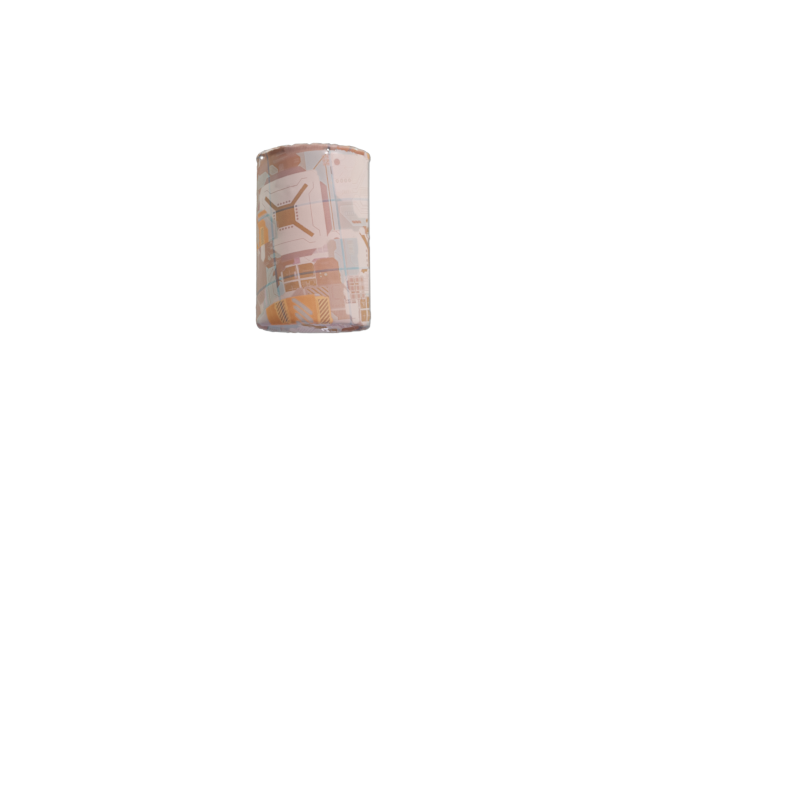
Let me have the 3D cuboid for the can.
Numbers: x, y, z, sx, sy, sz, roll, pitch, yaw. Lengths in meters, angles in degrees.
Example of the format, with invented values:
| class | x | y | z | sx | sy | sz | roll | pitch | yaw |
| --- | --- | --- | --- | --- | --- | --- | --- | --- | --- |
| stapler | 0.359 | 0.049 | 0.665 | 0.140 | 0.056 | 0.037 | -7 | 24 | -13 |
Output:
| class | x | y | z | sx | sy | sz | roll | pitch | yaw |
| --- | --- | --- | --- | --- | --- | --- | --- | --- | --- |
| can | -0.051 | -0.092 | 0.648 | 0.068 | 0.104 | 0.067 | 0 | -7 | -2 |
